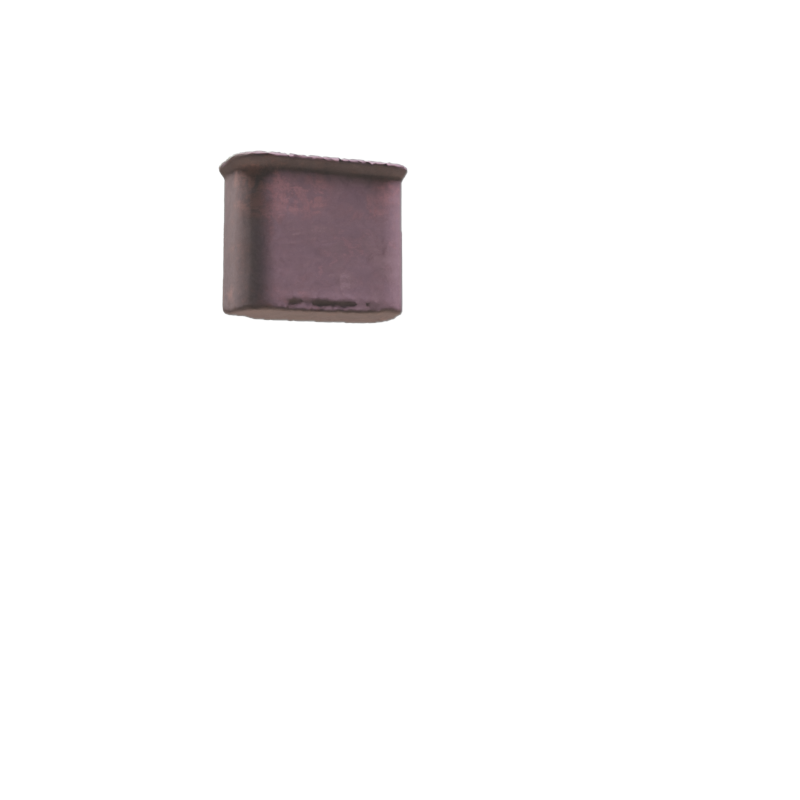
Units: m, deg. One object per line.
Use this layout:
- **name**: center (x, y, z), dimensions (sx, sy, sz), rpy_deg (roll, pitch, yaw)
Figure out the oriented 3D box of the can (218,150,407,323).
- **can**: center (-0.047, -0.087, 0.607), dimensions (0.099, 0.085, 0.058), rpy_deg (2, -7, -22)
